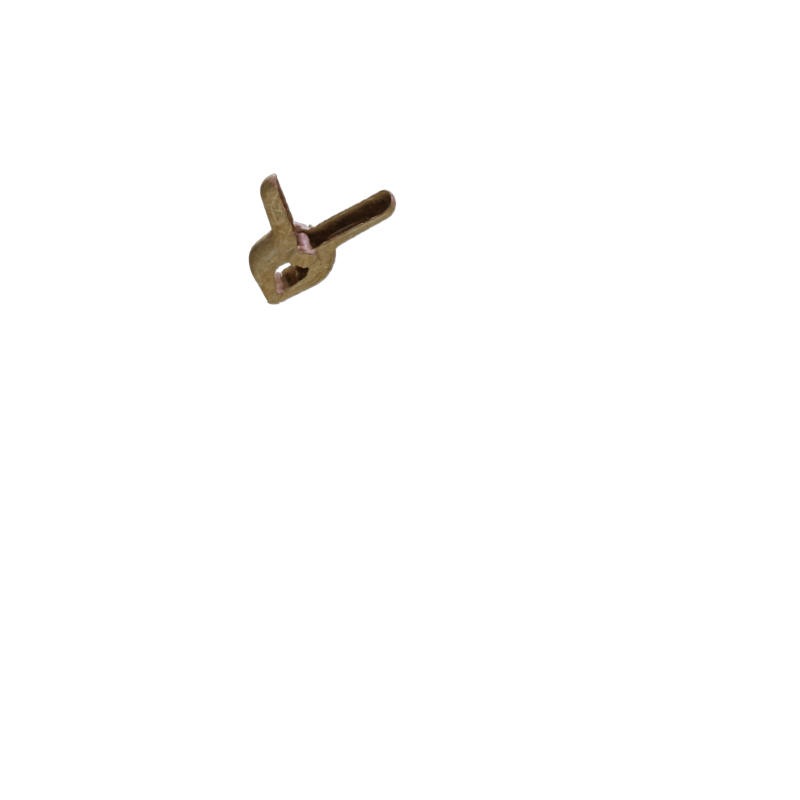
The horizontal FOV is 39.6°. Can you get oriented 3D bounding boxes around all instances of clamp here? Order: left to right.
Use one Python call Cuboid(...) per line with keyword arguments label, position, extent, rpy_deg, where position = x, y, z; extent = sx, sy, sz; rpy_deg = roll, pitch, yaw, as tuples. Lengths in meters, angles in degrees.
Cuboid(label="clamp", position=(-0.077, -0.141, 0.989), extent=(0.118, 0.042, 0.164), rpy_deg=(7, -29, -13))
